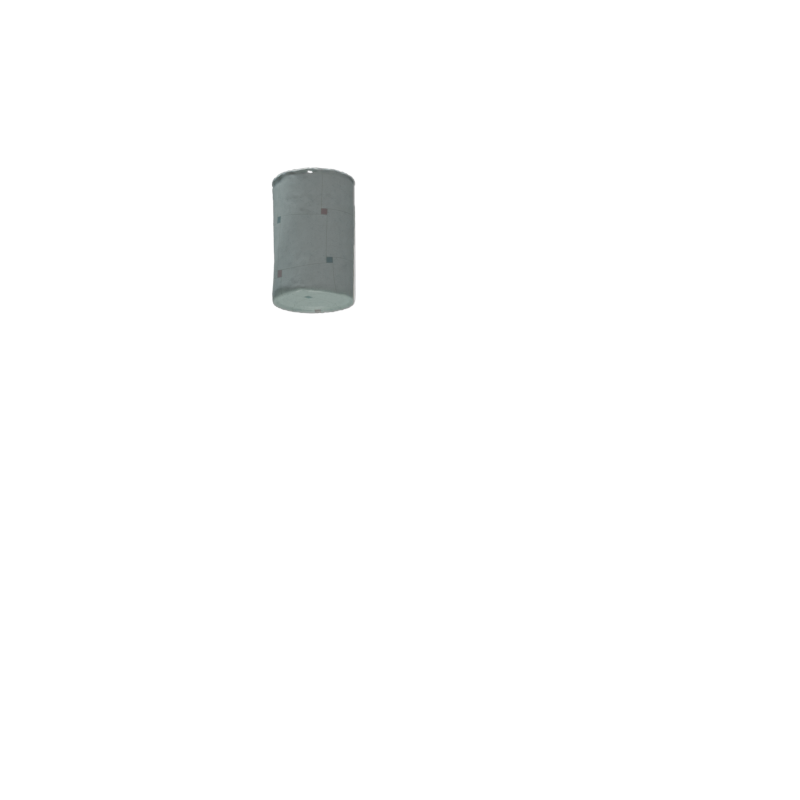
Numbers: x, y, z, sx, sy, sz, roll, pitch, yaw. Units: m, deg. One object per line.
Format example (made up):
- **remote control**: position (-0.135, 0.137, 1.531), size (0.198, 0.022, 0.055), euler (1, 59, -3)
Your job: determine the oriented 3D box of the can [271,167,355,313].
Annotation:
- **can**: position (-0.069, -0.127, 0.887), size (0.068, 0.106, 0.066), euler (0, -16, -2)
